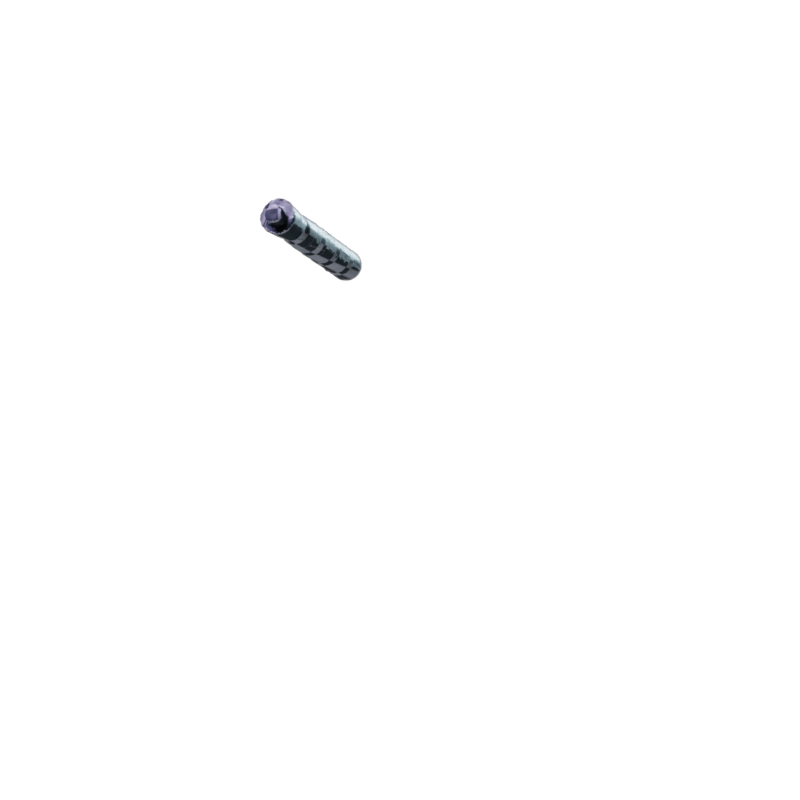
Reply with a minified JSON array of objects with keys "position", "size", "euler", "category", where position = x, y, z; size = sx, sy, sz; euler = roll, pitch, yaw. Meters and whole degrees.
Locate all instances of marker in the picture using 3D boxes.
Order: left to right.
[{"position":[-0.048,-0.087,0.609],"size":[0.020,0.020,0.115],"euler":[2,-6,17],"category":"marker"}]
